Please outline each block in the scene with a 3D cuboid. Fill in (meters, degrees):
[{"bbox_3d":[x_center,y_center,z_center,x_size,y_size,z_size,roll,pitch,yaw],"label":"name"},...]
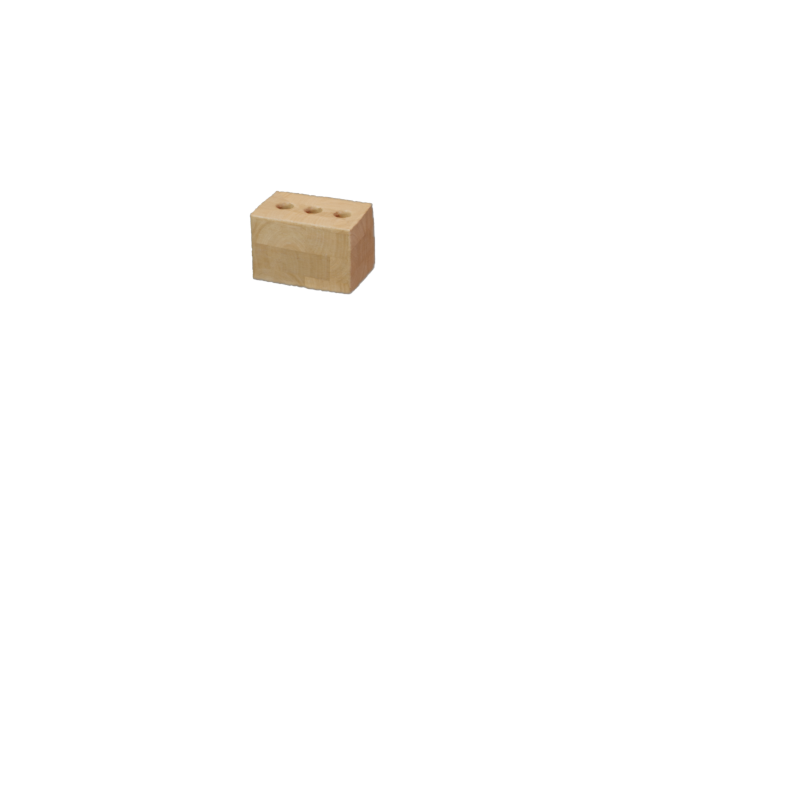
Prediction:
[{"bbox_3d":[-0.062,-0.113,0.793,0.080,0.049,0.054,10,28,17],"label":"block"}]
